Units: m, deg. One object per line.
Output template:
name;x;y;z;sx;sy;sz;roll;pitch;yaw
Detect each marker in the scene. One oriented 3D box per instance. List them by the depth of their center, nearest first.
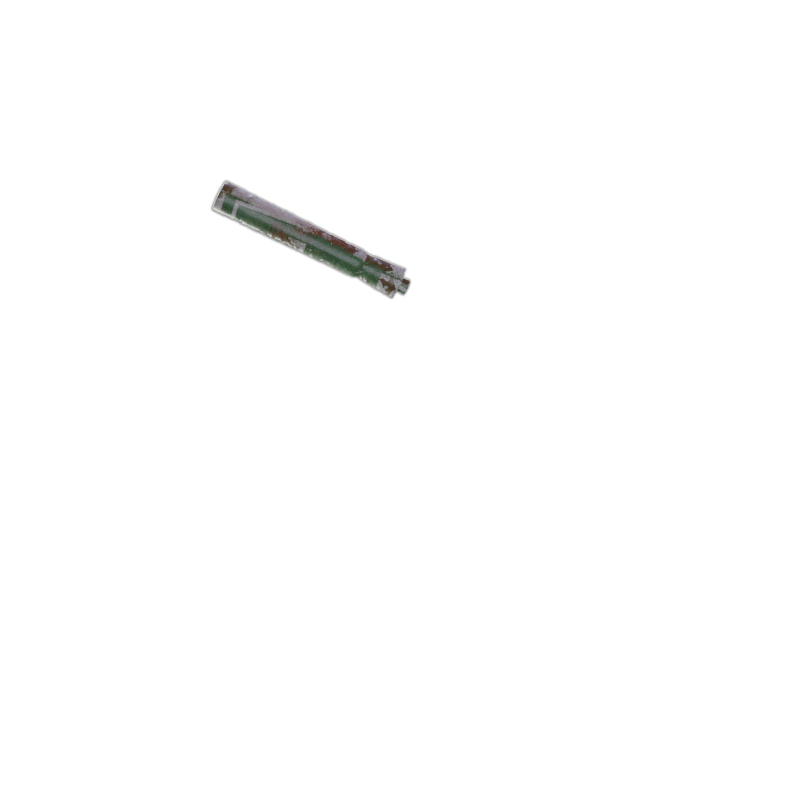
marker;-0.050;-0.091;0.636;0.121;0.020;0.020;26;2;-1
